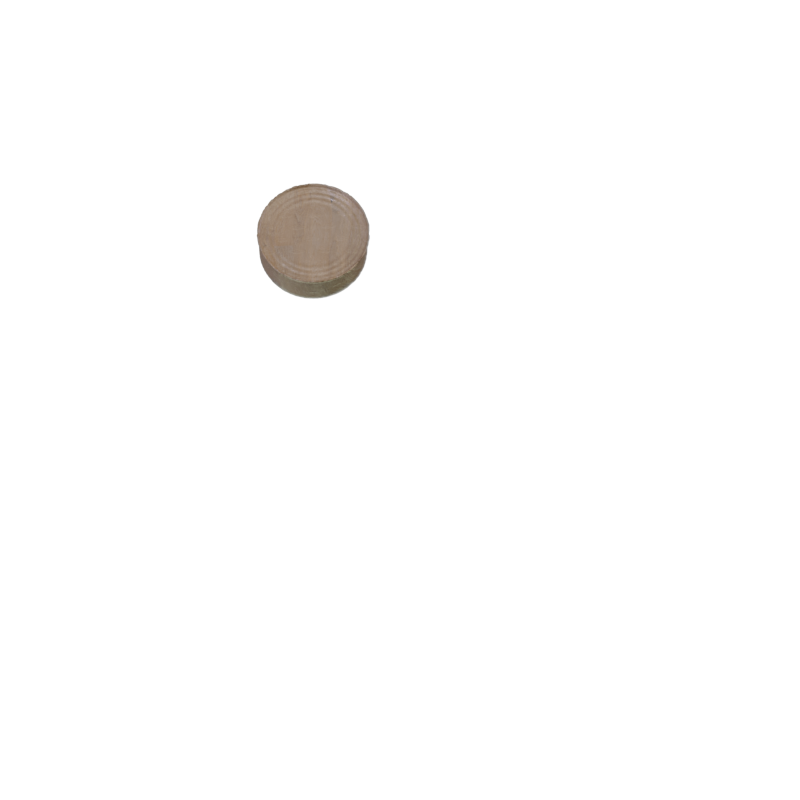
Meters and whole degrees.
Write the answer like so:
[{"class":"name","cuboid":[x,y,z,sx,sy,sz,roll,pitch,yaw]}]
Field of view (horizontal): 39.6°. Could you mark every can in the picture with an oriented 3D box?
[{"class":"can","cuboid":[-0.067,-0.122,0.855,0.086,0.091,0.032,-1,-26,-1]}]
